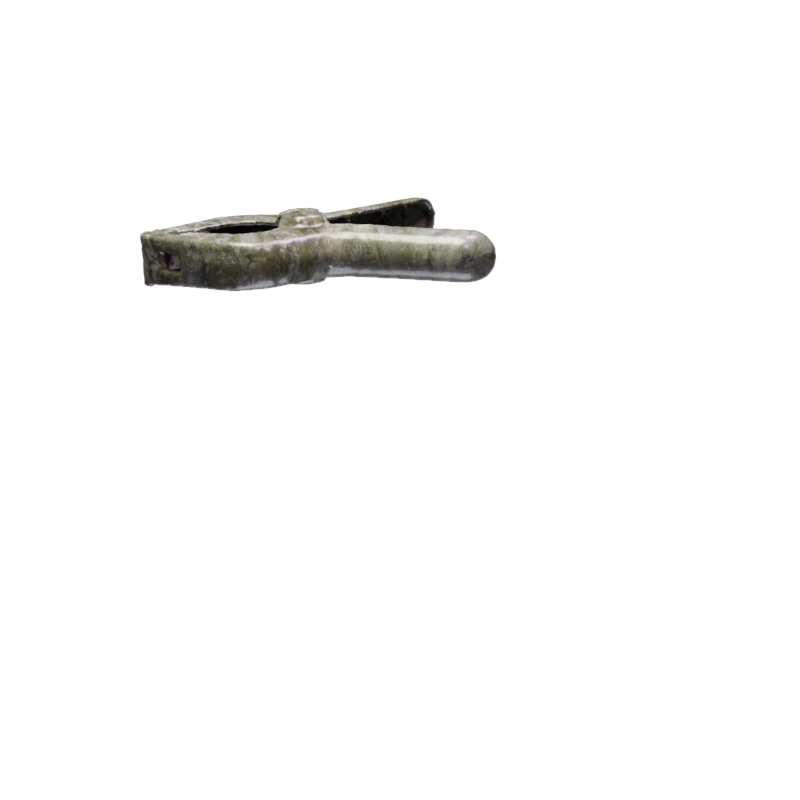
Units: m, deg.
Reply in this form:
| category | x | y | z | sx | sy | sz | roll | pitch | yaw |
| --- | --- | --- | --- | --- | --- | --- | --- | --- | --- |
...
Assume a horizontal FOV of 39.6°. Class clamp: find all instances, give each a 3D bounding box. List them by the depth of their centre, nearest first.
| category | x | y | z | sx | sy | sz | roll | pitch | yaw |
| --- | --- | --- | --- | --- | --- | --- | --- | --- | --- |
| clamp | -0.045 | -0.082 | 0.574 | 0.171 | 0.038 | 0.123 | 0 | 13 | -2 |
